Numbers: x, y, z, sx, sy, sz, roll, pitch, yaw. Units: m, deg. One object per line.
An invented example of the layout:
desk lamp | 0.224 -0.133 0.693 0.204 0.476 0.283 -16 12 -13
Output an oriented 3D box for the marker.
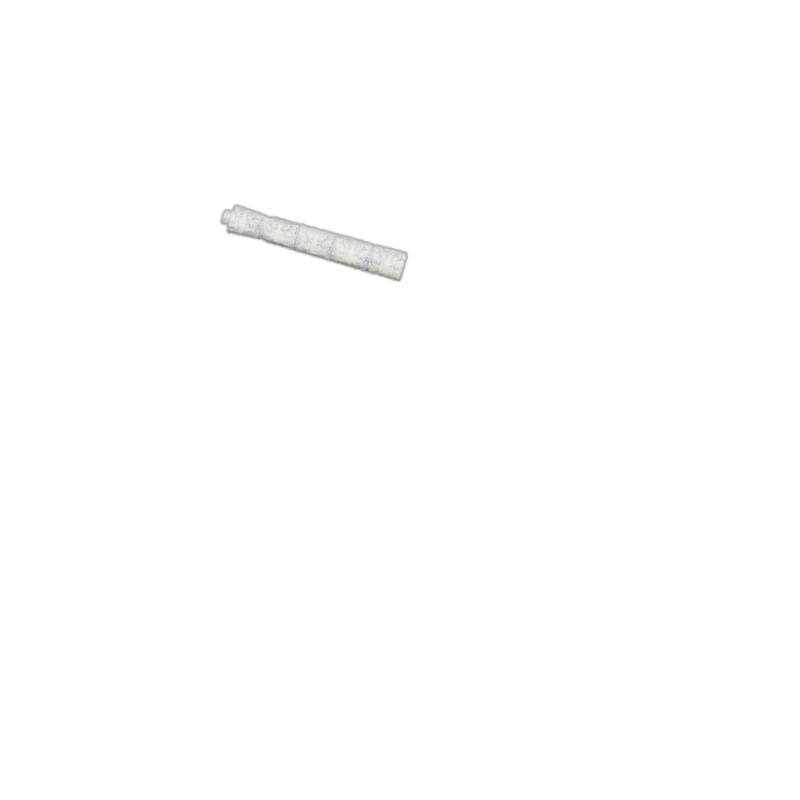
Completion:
marker | -0.056 -0.102 0.712 0.122 0.020 0.020 16 4 4
